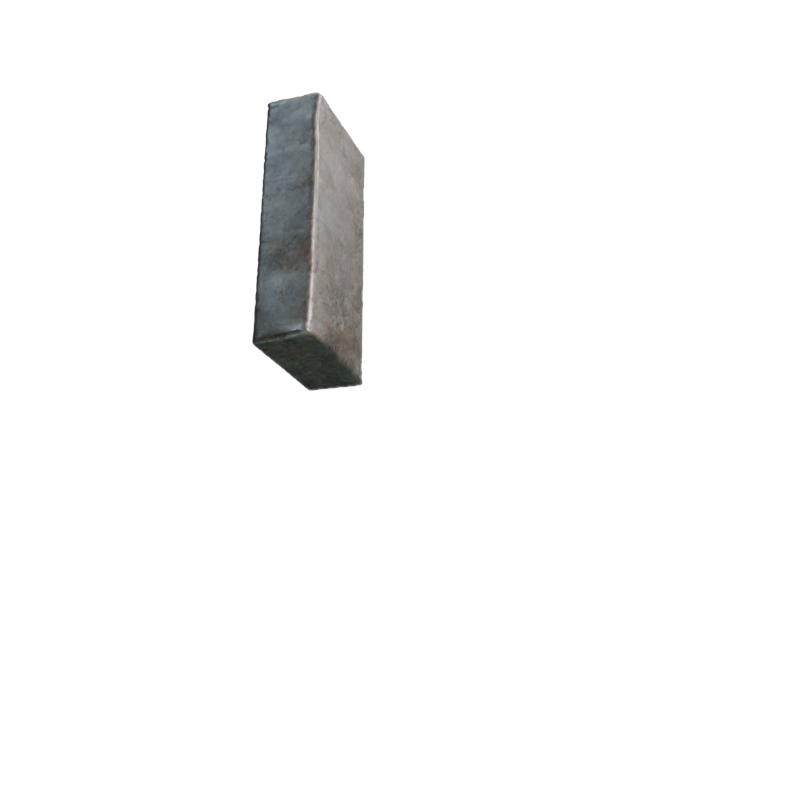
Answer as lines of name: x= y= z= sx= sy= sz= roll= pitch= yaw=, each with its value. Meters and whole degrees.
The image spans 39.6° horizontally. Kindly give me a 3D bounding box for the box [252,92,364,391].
box: x=-0.058 y=-0.105 z=0.739 sx=0.049 sy=0.187 sz=0.087 roll=-11 pitch=-27 yaw=17
